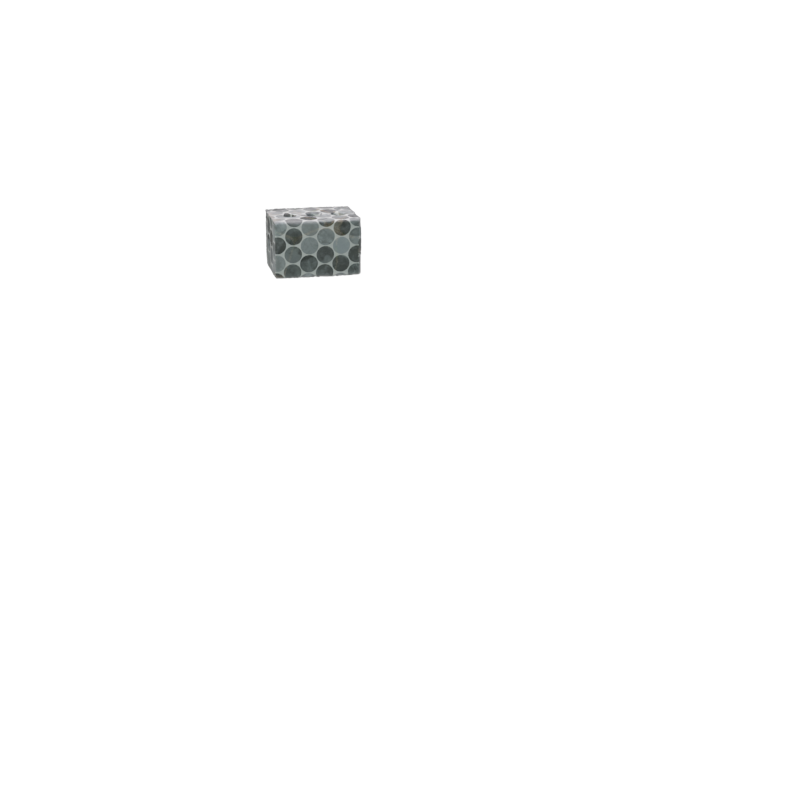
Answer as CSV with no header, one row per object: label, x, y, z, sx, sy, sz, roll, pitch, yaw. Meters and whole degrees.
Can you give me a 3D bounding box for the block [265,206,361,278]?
block,-0.076,-0.139,0.973,0.077,0.049,0.055,-4,19,-12
